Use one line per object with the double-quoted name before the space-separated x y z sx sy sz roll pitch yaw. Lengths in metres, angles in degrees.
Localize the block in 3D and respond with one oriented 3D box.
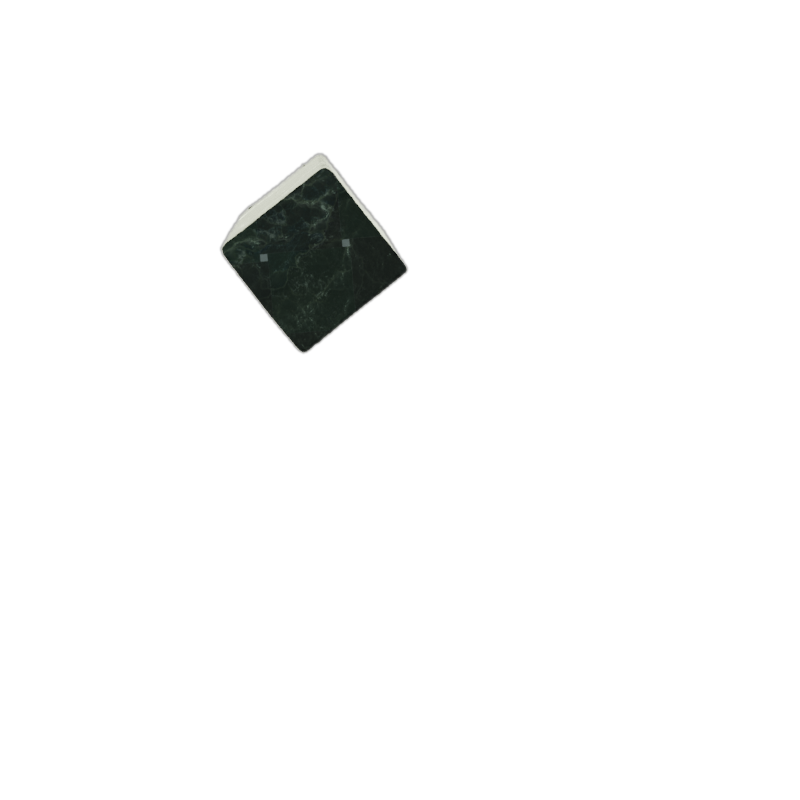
"block" -0.064 -0.116 0.813 0.090 0.088 0.212 -38 13 5
